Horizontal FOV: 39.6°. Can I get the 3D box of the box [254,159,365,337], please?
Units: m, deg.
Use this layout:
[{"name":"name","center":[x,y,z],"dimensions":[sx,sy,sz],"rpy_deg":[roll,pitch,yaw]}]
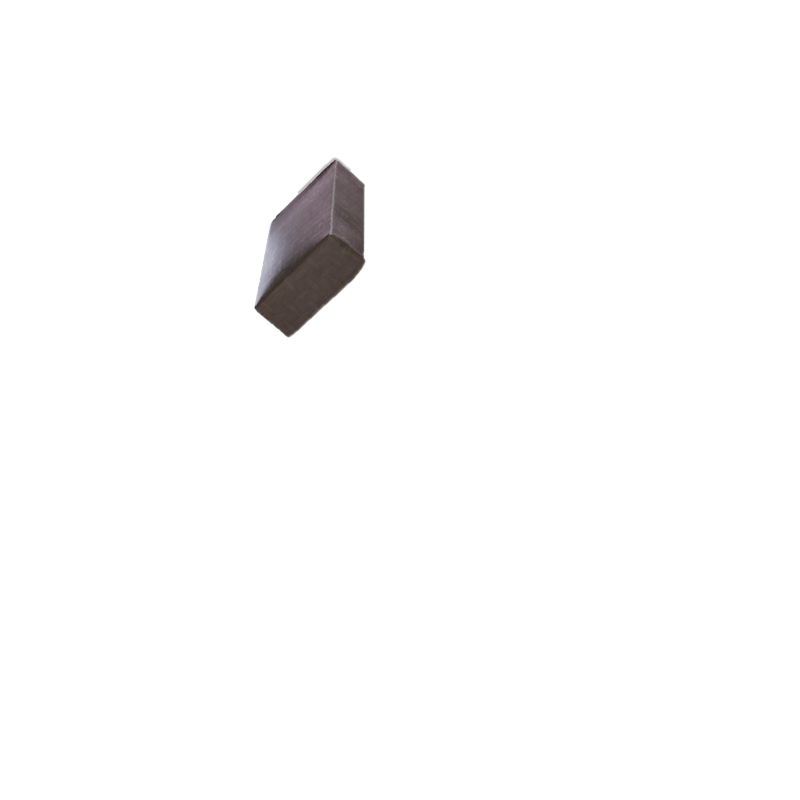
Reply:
[{"name":"box","center":[-0.075,-0.136,0.949],"dimensions":[0.046,0.092,0.187],"rpy_deg":[40,21,-24]}]
